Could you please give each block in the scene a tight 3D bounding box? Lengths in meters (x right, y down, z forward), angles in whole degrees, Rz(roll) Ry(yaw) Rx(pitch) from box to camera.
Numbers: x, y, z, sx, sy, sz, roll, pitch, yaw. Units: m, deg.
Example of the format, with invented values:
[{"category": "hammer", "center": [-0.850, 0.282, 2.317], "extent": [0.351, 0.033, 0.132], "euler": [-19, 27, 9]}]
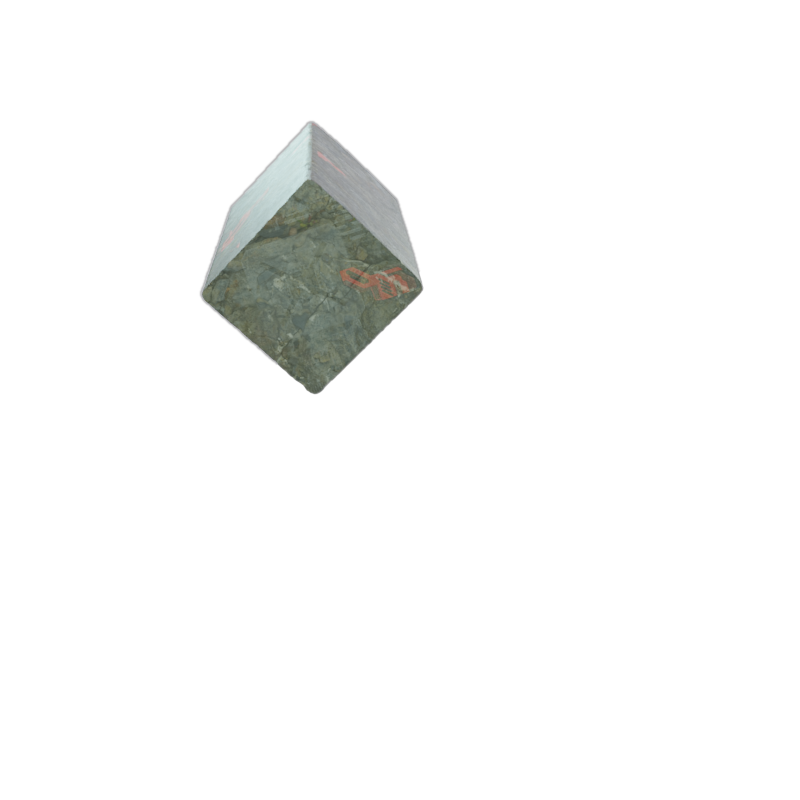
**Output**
[{"category": "block", "center": [-0.054, -0.099, 0.697], "extent": [0.087, 0.090, 0.215], "euler": [42, 13, -17]}]
